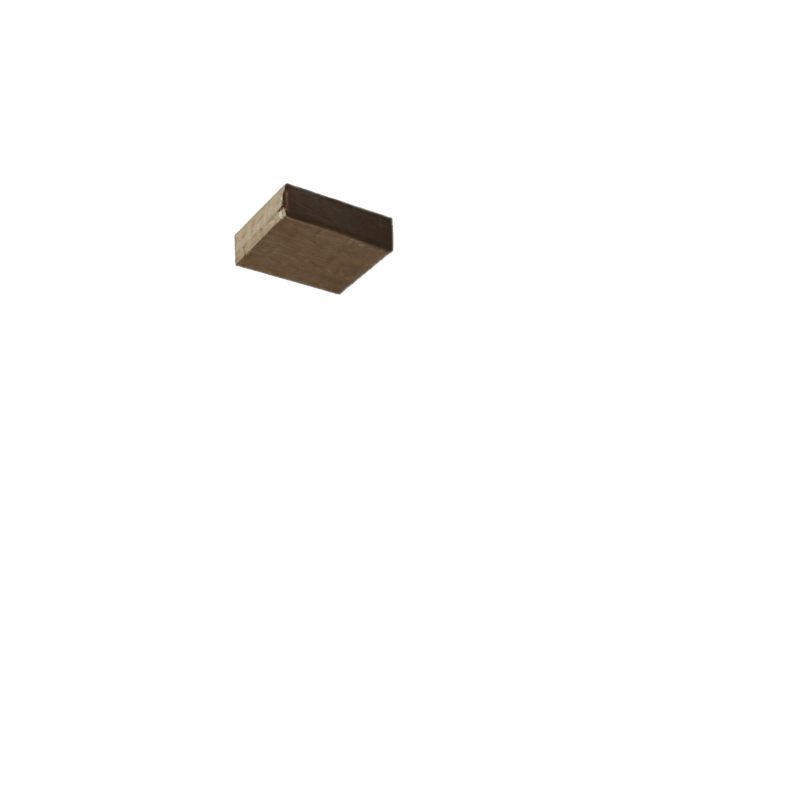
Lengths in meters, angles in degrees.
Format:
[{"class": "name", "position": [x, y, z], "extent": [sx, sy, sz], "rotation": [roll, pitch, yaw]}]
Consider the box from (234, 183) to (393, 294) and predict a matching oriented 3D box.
[{"class": "box", "position": [-0.075, -0.138, 0.964], "extent": [0.108, 0.041, 0.089], "rotation": [17, -32, -29]}]
